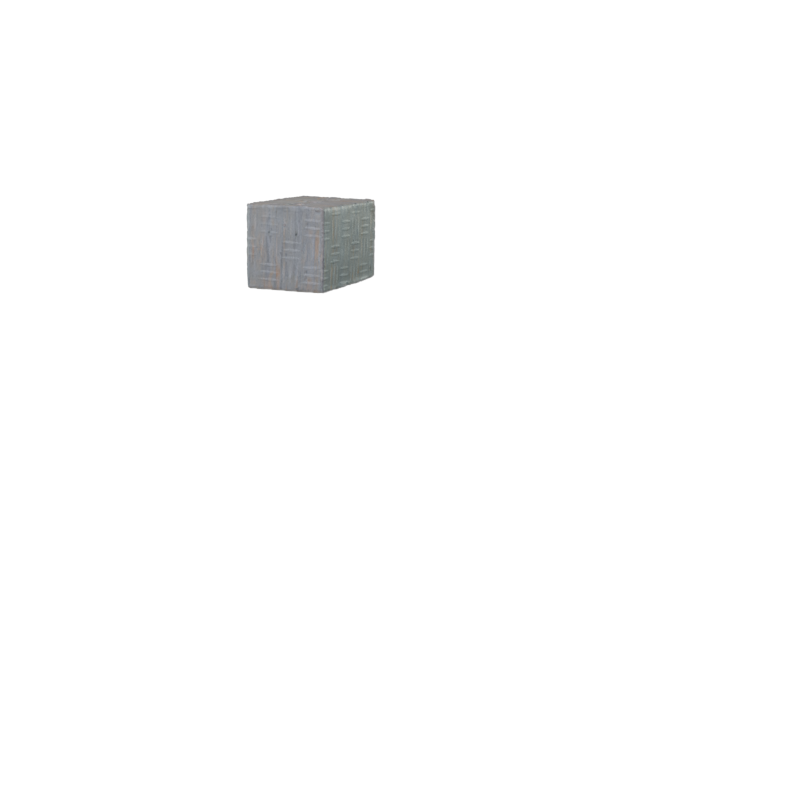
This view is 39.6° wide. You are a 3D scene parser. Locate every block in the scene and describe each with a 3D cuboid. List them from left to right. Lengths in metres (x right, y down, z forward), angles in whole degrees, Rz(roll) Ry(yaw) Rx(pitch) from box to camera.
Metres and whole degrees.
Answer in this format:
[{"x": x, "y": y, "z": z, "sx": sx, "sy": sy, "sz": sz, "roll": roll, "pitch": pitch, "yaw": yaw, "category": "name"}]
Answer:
[{"x": -0.053, "y": -0.097, "z": 0.682, "sx": 0.054, "sy": 0.050, "sz": 0.077, "roll": 5, "pitch": 13, "yaw": 22, "category": "block"}]
